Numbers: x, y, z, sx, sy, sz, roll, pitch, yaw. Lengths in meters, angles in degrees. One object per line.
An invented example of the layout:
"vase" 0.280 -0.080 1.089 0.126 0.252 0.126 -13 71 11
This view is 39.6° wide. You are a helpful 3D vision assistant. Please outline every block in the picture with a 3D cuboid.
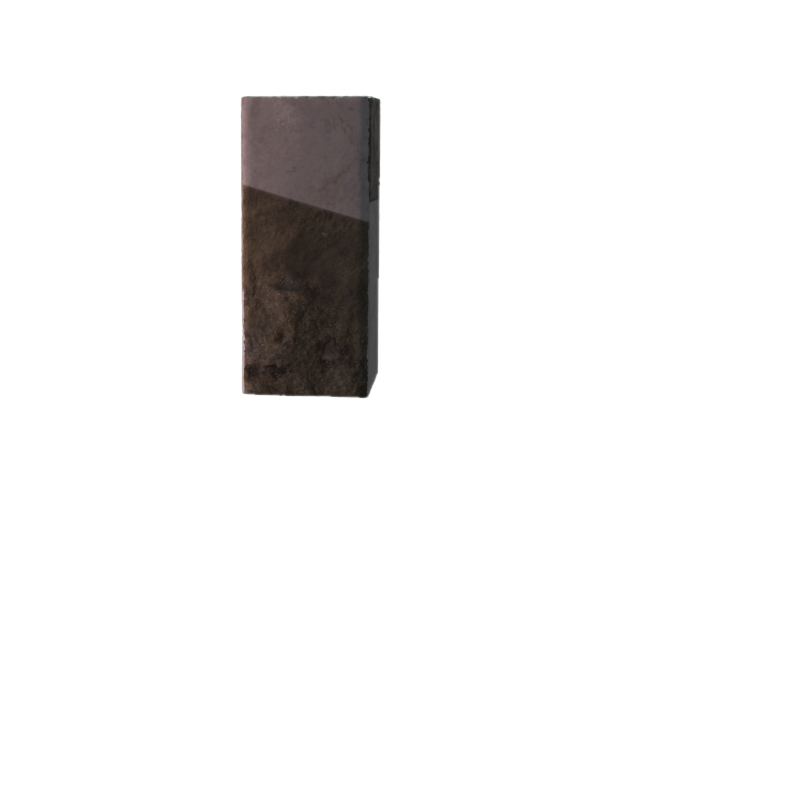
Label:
"block" -0.062 -0.114 0.795 0.091 0.203 0.091 1 7 6
